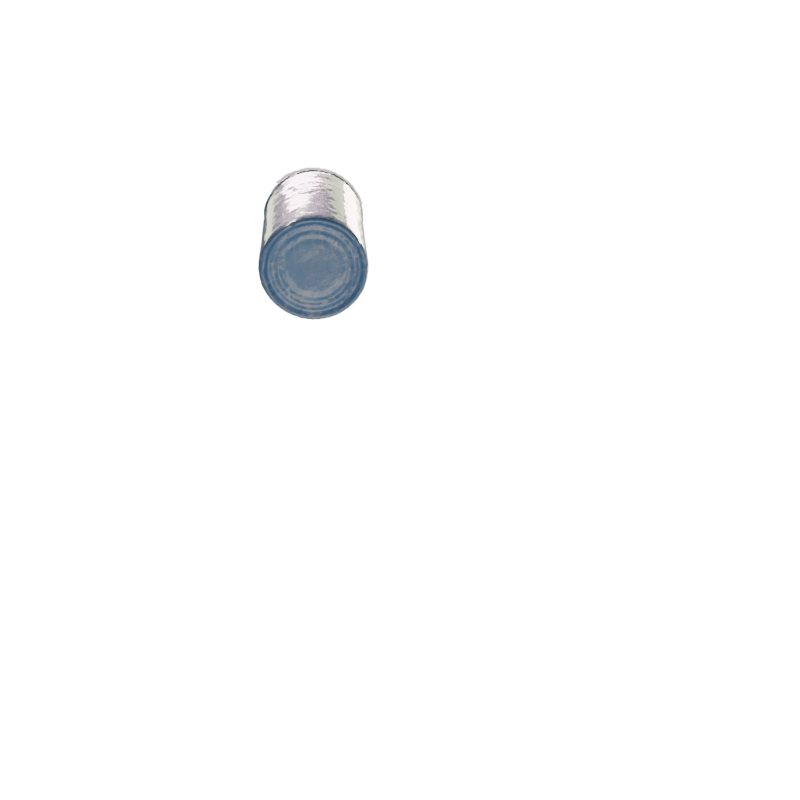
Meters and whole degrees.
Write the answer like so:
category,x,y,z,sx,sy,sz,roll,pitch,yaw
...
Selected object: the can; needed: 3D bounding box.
category,x,y,z,sx,sy,sz,roll,pitch,yaw
can,-0.056,-0.102,0.713,0.068,0.065,0.108,0,25,-3
